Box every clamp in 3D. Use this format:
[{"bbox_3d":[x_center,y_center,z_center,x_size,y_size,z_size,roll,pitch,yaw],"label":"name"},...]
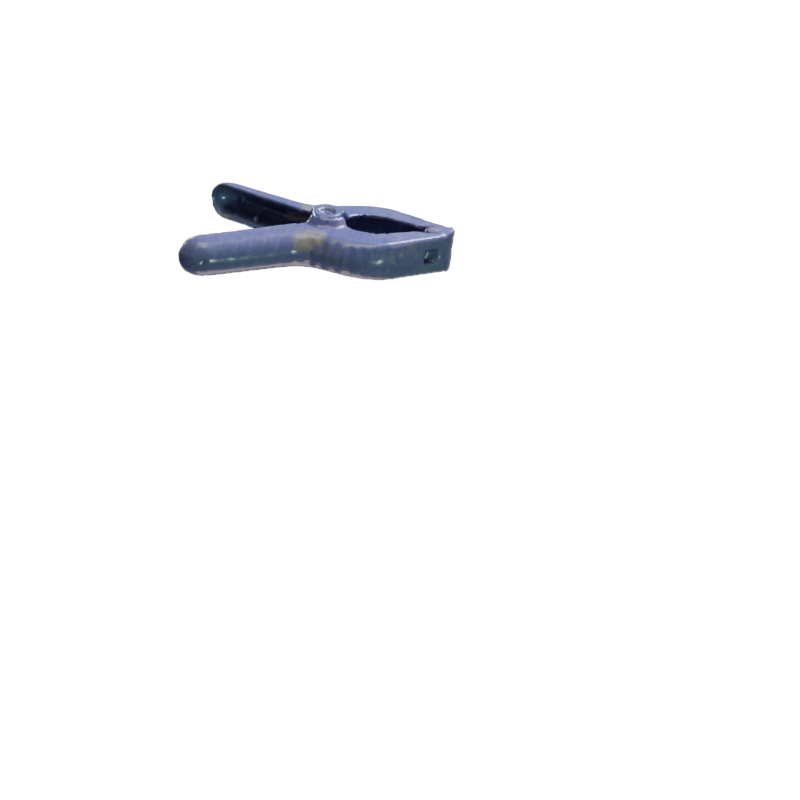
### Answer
[{"bbox_3d":[-0.055,-0.100,0.701,0.175,0.037,0.125,8,34,11],"label":"clamp"}]
